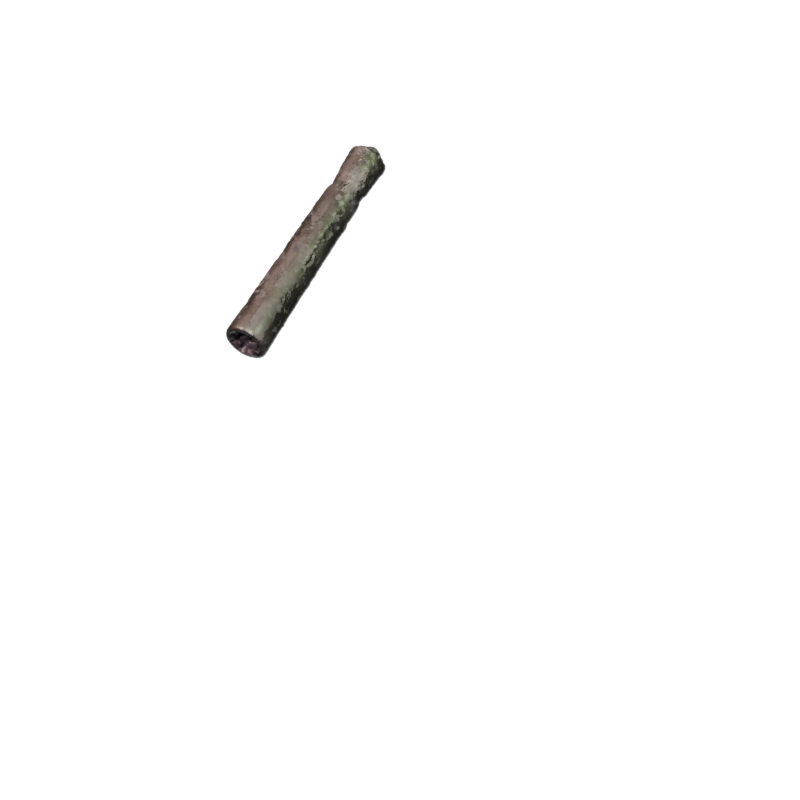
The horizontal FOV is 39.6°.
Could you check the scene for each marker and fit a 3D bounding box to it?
[{"bbox_3d":[-0.038,-0.069,0.484,0.020,0.125,0.018,1,-42,36],"label":"marker"}]
